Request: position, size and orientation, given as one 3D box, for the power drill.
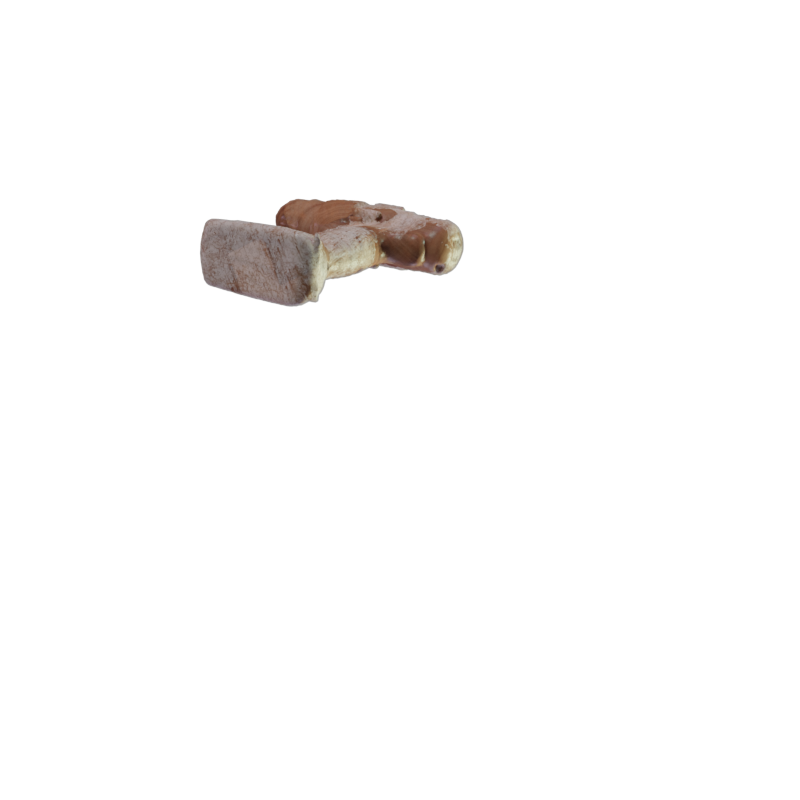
[{"bbox_3d":[-0.069,-0.126,0.886,0.194,0.055,0.185,13,22,35],"label":"power drill"}]
